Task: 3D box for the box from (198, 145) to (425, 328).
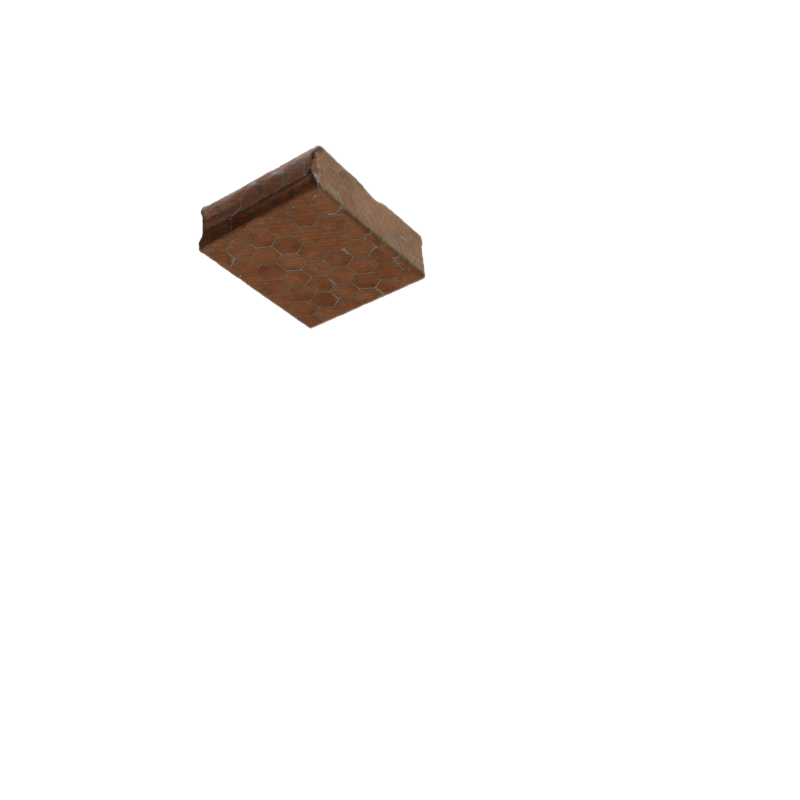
[{"bbox_3d":[-0.042,-0.077,0.542,0.073,0.032,0.083,-23,-41,29],"label":"box"}]
